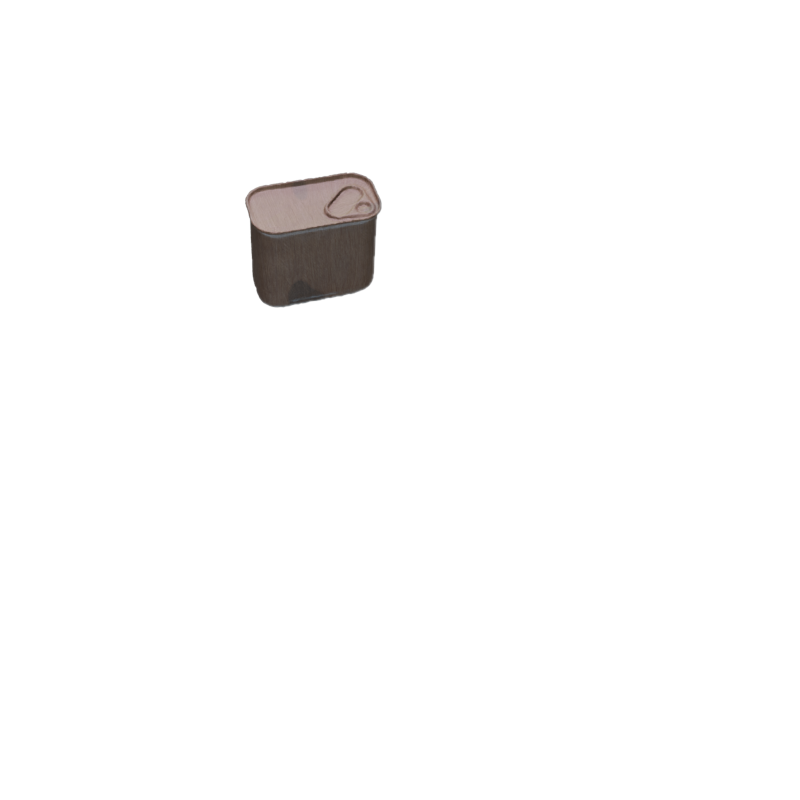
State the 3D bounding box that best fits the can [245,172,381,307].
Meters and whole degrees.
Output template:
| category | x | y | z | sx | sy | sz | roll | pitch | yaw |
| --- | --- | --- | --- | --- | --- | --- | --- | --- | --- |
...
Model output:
| category | x | y | z | sx | sy | sz | roll | pitch | yaw |
| --- | --- | --- | --- | --- | --- | --- | --- | --- | --- |
| can | -0.068 | -0.125 | 0.873 | 0.101 | 0.062 | 0.078 | -11 | -42 | -12 |
